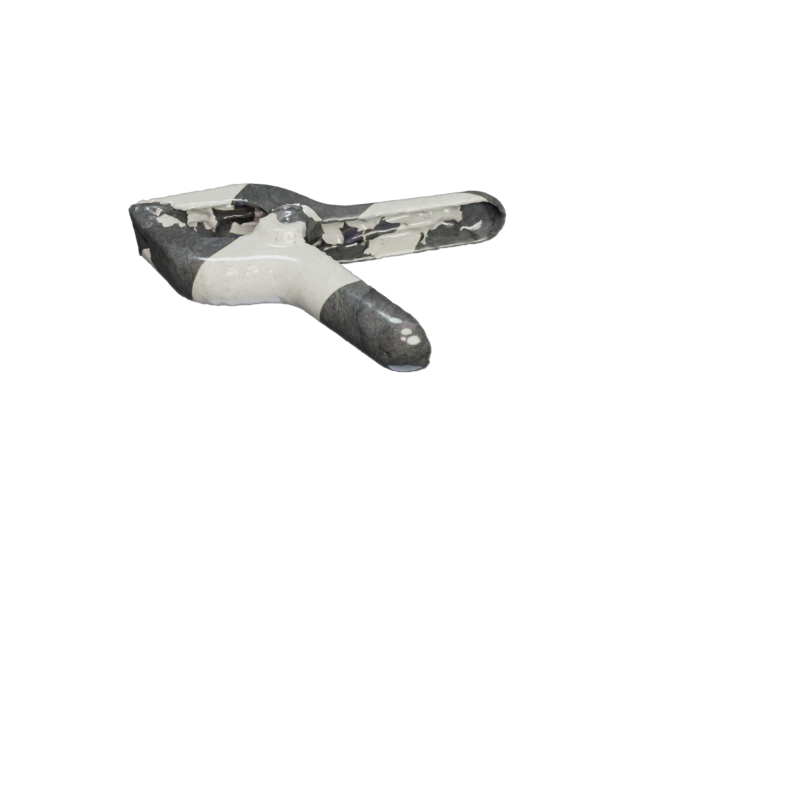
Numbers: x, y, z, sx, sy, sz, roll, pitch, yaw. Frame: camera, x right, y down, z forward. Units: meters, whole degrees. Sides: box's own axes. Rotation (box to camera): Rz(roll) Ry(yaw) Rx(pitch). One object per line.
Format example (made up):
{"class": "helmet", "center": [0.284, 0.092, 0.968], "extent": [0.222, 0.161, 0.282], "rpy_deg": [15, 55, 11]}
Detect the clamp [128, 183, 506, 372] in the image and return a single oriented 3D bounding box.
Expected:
{"class": "clamp", "center": [-0.039, -0.072, 0.503], "extent": [0.180, 0.037, 0.122], "rpy_deg": [19, 38, 26]}
